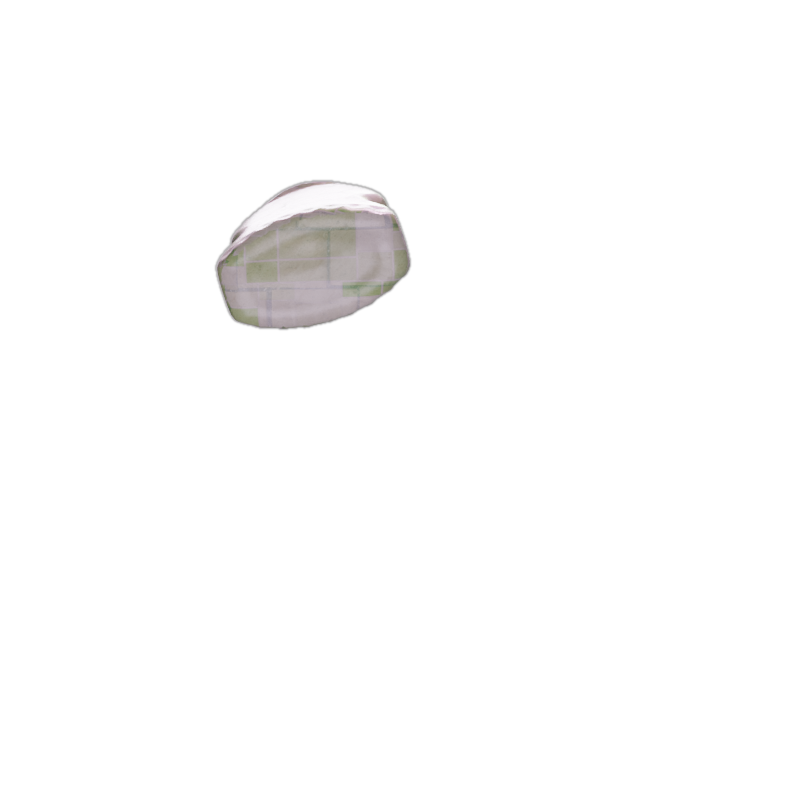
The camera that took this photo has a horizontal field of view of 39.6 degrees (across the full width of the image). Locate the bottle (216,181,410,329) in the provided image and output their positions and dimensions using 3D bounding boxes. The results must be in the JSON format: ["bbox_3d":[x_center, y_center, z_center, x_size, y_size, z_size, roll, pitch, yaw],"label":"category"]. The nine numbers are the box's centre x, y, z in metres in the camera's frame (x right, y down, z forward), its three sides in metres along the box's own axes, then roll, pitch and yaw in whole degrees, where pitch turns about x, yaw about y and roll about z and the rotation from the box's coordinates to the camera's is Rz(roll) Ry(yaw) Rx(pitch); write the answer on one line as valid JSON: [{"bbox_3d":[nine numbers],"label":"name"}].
[{"bbox_3d":[-0.050,-0.092,0.640,0.096,0.056,0.198,-18,16,1],"label":"bottle"}]
